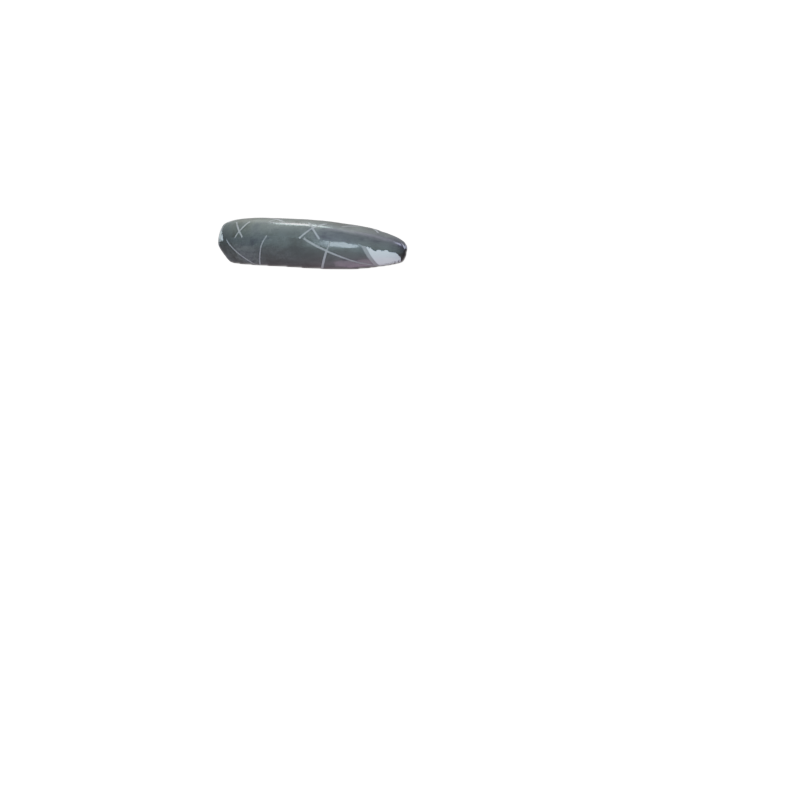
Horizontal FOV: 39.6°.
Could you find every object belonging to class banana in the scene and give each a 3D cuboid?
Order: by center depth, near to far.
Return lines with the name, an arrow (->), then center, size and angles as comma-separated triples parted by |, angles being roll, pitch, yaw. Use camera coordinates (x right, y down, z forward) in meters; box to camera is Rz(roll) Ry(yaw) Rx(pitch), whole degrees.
banana -> -0.083, -0.120, 0.840 | 0.067, 0.036, 0.207 | -6, 11, -39
